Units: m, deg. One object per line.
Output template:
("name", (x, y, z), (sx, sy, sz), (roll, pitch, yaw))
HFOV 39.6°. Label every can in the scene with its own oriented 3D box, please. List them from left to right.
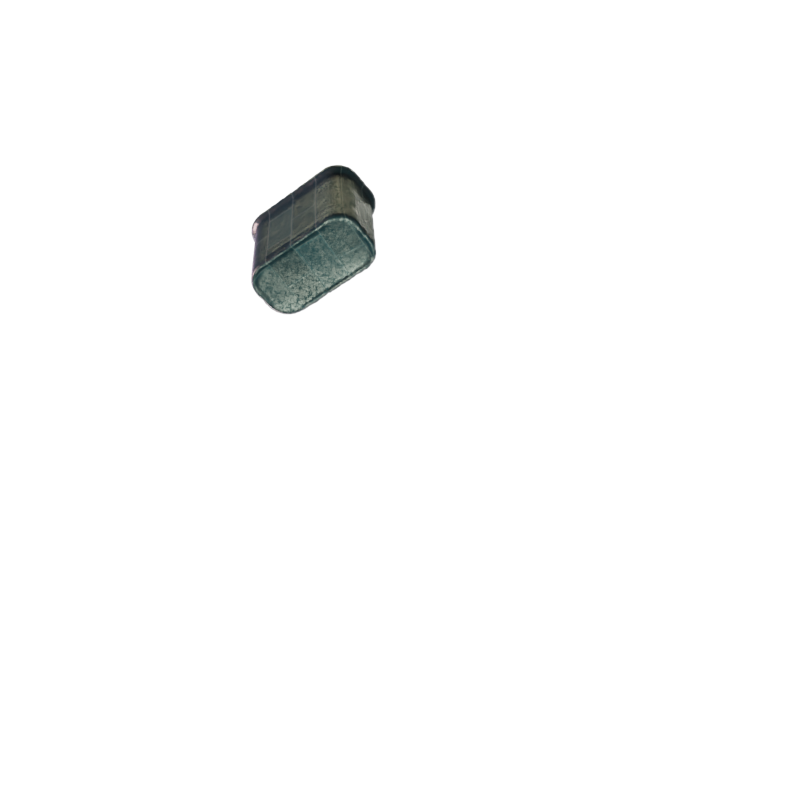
("can", (-0.067, -0.122, 0.857), (0.101, 0.054, 0.089), (-32, 29, 17))
